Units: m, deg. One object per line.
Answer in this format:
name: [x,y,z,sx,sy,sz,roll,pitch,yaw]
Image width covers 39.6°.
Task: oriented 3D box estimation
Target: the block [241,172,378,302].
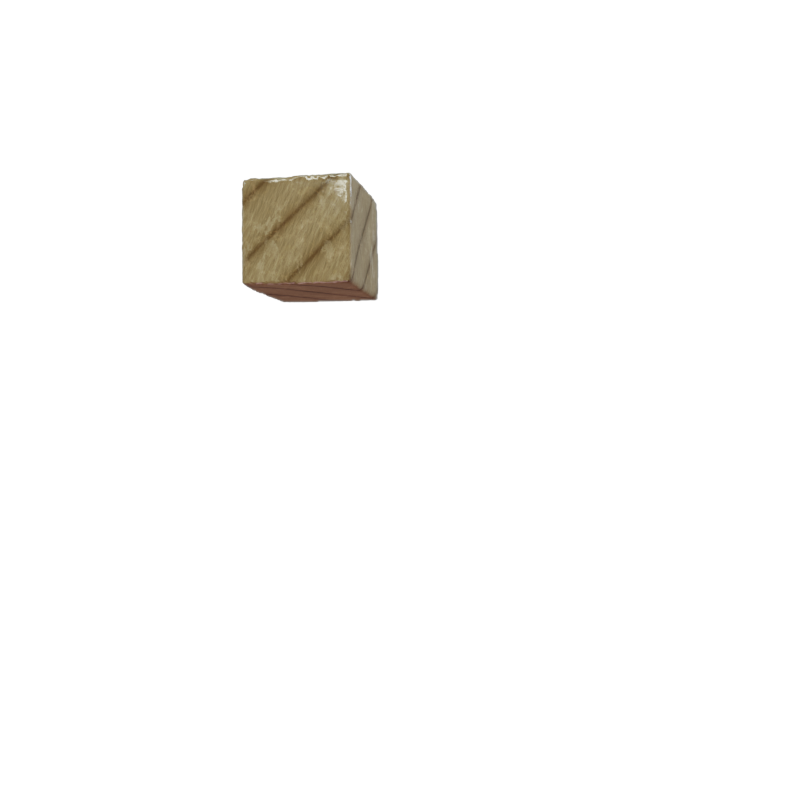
block: [-0.042,-0.077,0.542,0.053,0.052,0.076,-1,-4,9]
